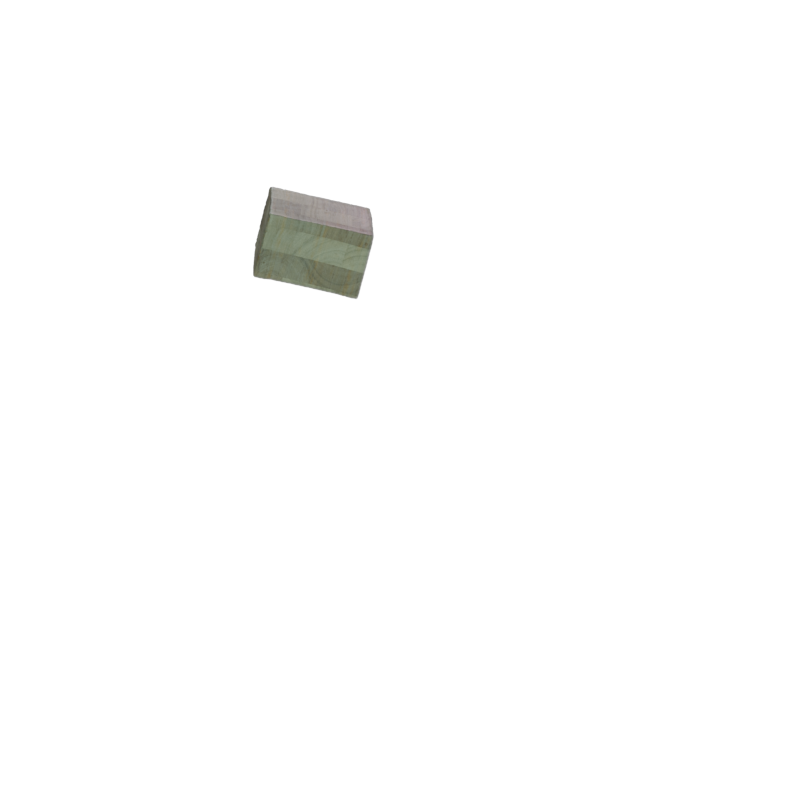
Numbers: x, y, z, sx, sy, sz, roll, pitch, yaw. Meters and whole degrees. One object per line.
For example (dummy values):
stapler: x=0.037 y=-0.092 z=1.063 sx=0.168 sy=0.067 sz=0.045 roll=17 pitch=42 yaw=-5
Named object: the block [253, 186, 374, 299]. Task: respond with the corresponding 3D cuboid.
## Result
block: x=-0.063 y=-0.114 z=0.799 sx=0.077 sy=0.050 sz=0.054 roll=13 pitch=27 yaw=-8
